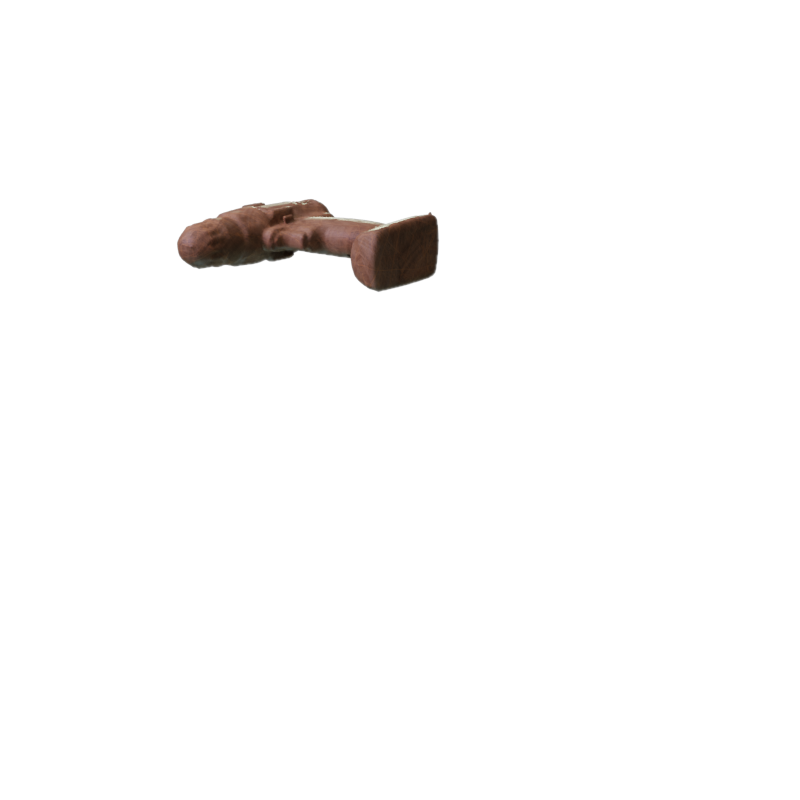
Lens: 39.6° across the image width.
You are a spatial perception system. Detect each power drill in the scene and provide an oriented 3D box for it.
[{"bbox_3d":[-0.076,-0.139,0.971,0.197,0.055,0.182,15,25,35],"label":"power drill"}]
